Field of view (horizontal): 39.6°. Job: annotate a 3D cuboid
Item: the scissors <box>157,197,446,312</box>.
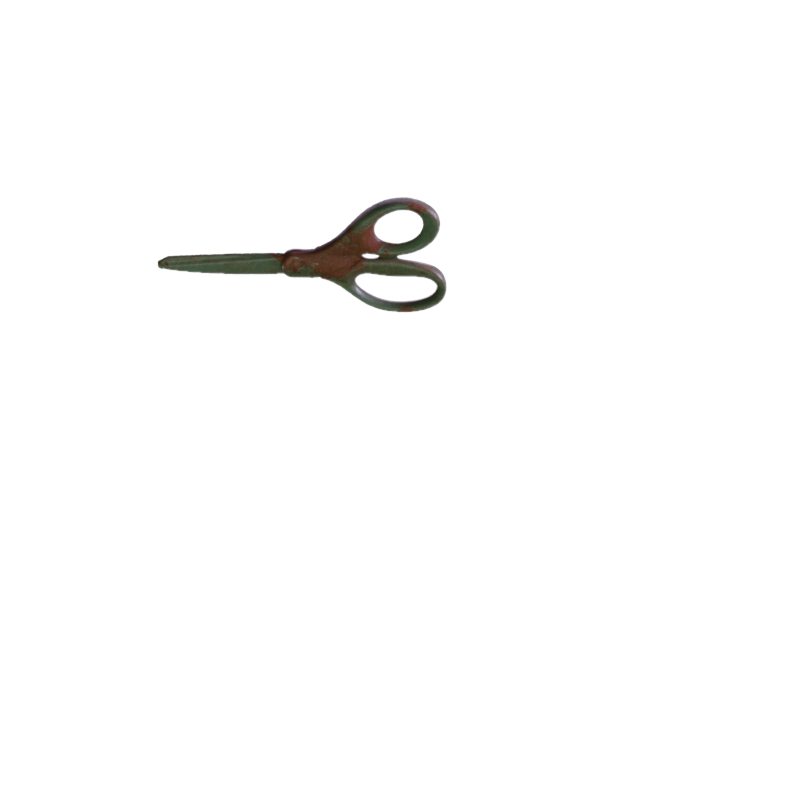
[{"bbox_3d":[-0.060,-0.110,0.768,0.199,0.092,0.017,13,29,-7],"label":"scissors"}]
